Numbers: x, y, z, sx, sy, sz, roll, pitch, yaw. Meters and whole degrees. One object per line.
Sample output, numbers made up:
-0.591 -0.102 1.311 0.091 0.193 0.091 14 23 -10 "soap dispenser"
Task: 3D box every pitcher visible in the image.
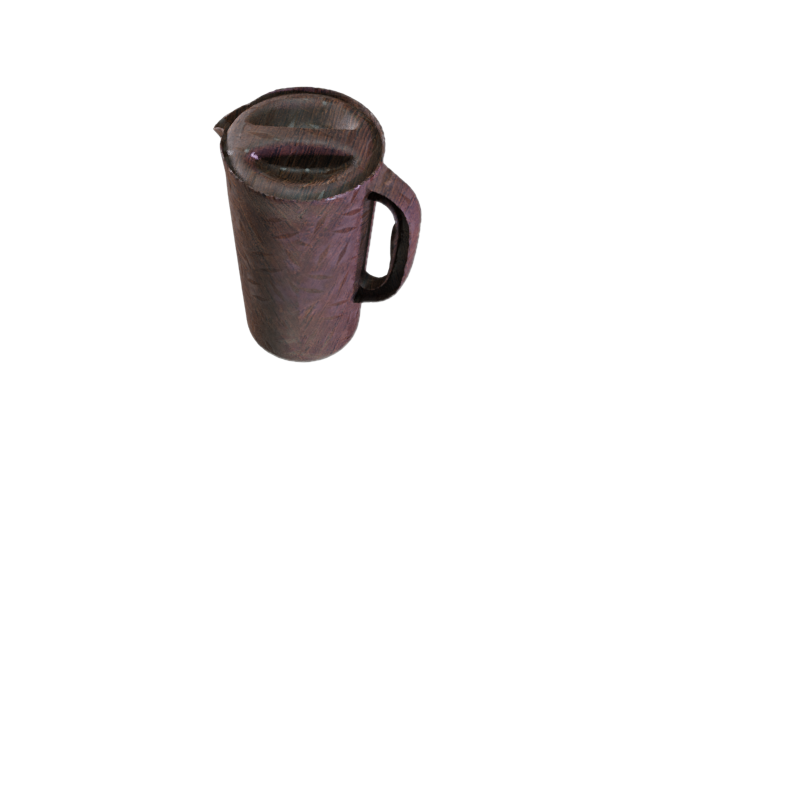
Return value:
-0.076 -0.138 0.965 0.143 0.161 0.227 -13 -35 -13 "pitcher"
